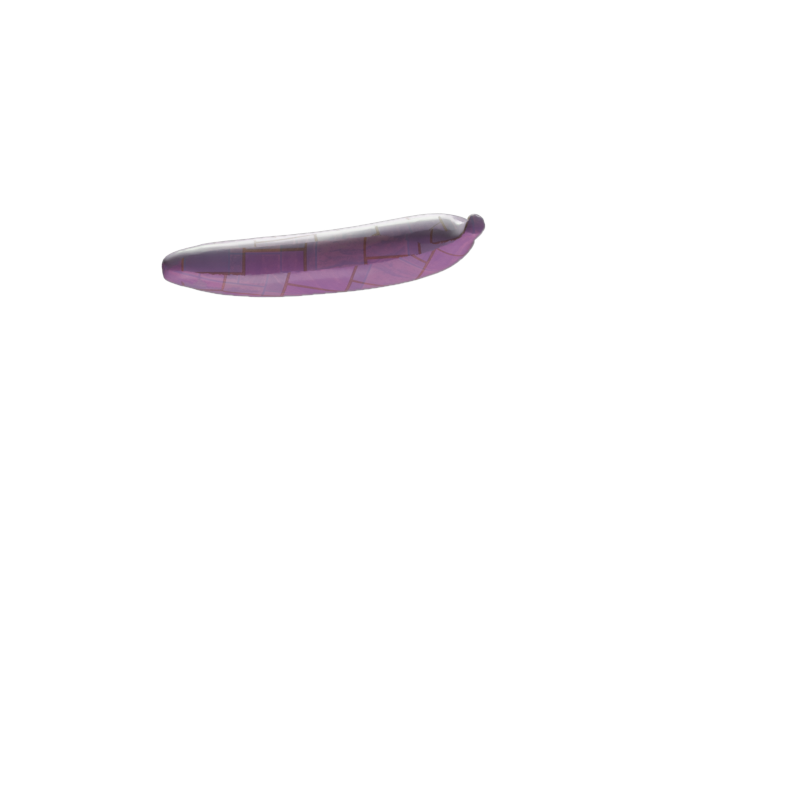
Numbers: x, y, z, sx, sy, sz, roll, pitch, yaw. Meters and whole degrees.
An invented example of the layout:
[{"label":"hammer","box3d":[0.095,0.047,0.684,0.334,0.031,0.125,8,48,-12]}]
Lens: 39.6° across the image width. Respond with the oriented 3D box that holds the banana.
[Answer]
[{"label":"banana","box3d":[-0.040,-0.086,0.647,0.201,0.038,0.065,-7,-19,21]}]
